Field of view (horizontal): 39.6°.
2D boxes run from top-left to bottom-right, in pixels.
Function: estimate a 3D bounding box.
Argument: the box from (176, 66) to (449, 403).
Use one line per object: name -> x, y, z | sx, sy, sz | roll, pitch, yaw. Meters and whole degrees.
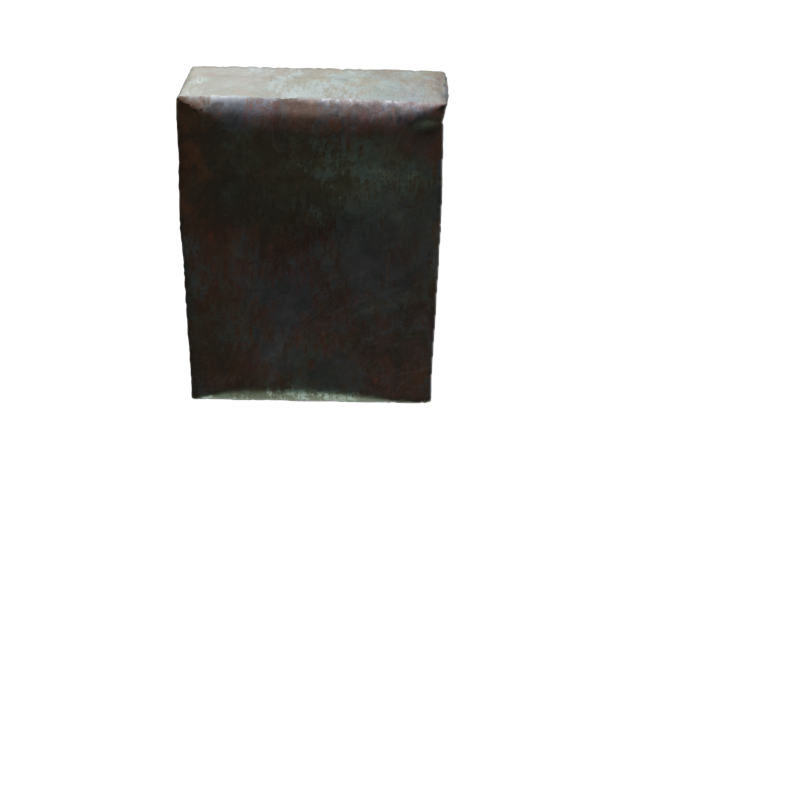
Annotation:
box -> -0.056, -0.102, 0.717 | 0.165, 0.202, 0.076 | 3, 28, 2
